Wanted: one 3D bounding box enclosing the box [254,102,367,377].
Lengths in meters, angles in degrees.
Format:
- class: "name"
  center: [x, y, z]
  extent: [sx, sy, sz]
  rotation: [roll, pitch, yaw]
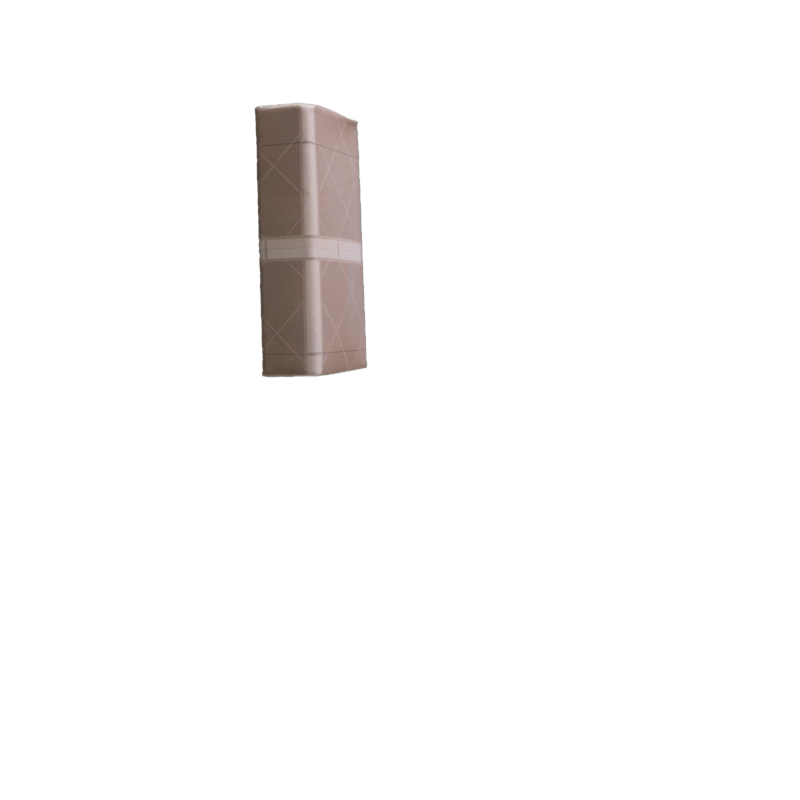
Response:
- class: "box"
  center: [-0.058, -0.107, 0.747]
  extent: [0.049, 0.177, 0.091]
  rotation: [-1, 0, 20]
